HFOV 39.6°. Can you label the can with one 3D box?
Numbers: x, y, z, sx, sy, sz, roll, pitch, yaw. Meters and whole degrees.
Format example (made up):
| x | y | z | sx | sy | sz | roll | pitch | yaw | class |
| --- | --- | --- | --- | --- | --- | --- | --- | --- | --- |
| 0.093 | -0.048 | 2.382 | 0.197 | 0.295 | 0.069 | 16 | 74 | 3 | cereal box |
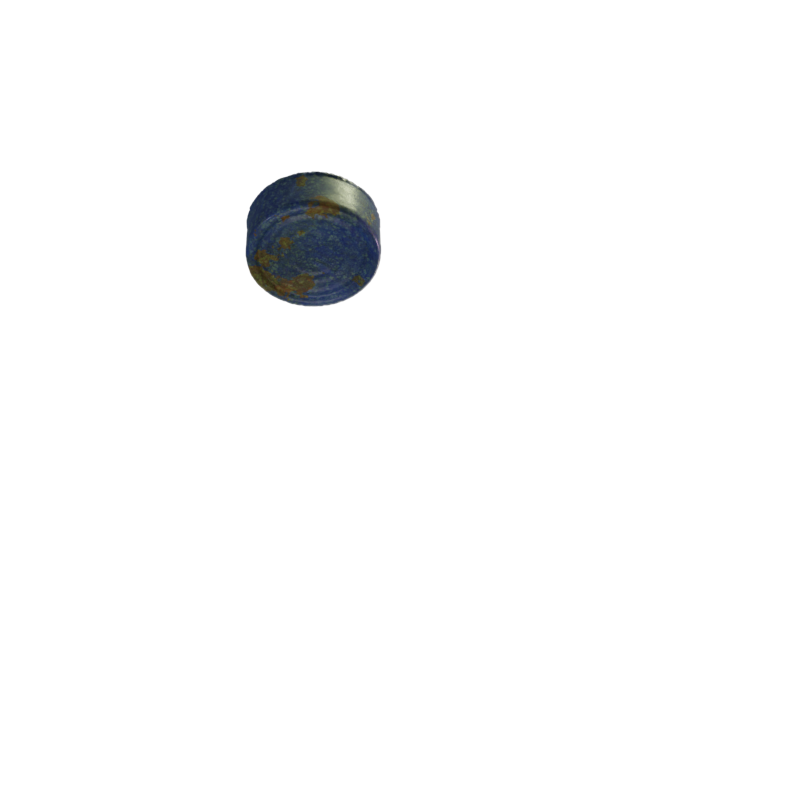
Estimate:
| x | y | z | sx | sy | sz | roll | pitch | yaw | class |
| --- | --- | --- | --- | --- | --- | --- | --- | --- | --- |
| -0.055 | -0.100 | 0.699 | 0.086 | 0.080 | 0.036 | 1 | 43 | -1 | can |
